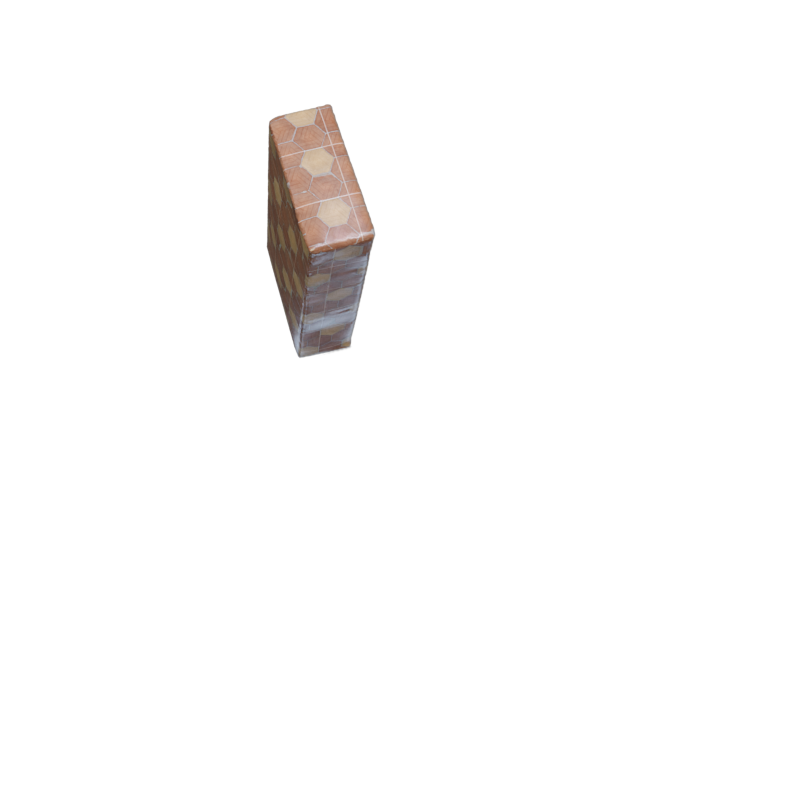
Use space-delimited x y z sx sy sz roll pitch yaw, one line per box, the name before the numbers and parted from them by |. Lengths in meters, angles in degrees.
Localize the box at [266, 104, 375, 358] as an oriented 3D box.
box | -0.056 -0.101 0.707 0.048 0.099 0.168 -15 -19 -9
